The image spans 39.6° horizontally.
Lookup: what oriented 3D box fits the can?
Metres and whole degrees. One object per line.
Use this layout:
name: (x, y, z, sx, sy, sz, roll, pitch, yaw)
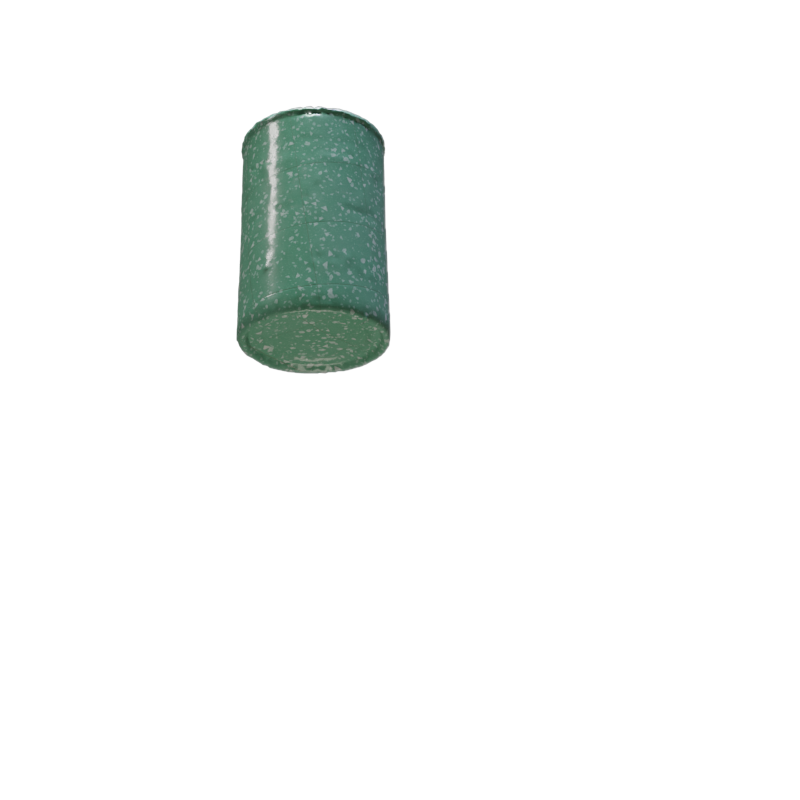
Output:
can: (-0.039, -0.071, 0.500, 0.068, 0.108, 0.065, 0, -27, -2)
